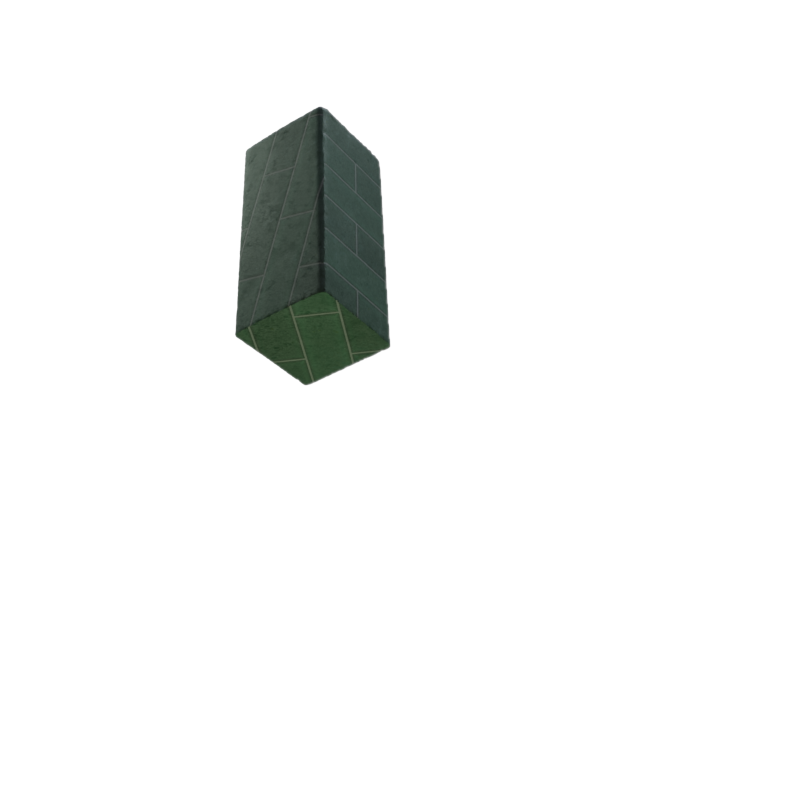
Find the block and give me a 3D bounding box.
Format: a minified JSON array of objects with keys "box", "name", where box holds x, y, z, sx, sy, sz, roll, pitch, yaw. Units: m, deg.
[{"box":[-0.072,-0.133,0.926,0.090,0.221,0.084,-26,-44,26],"name":"block"}]
